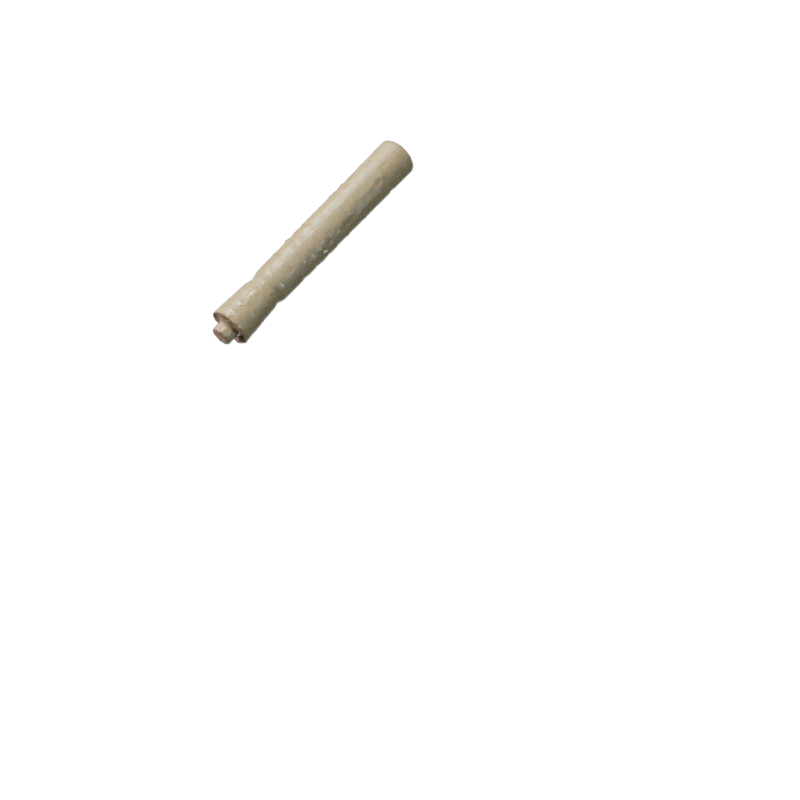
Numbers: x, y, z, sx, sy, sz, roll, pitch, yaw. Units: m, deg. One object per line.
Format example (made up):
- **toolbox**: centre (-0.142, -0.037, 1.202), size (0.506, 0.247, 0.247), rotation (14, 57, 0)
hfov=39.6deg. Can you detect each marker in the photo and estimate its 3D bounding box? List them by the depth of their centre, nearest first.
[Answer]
- **marker**: centre (-0.038, -0.069, 0.484), size (0.123, 0.019, 0.020), rotation (-49, 28, -23)
